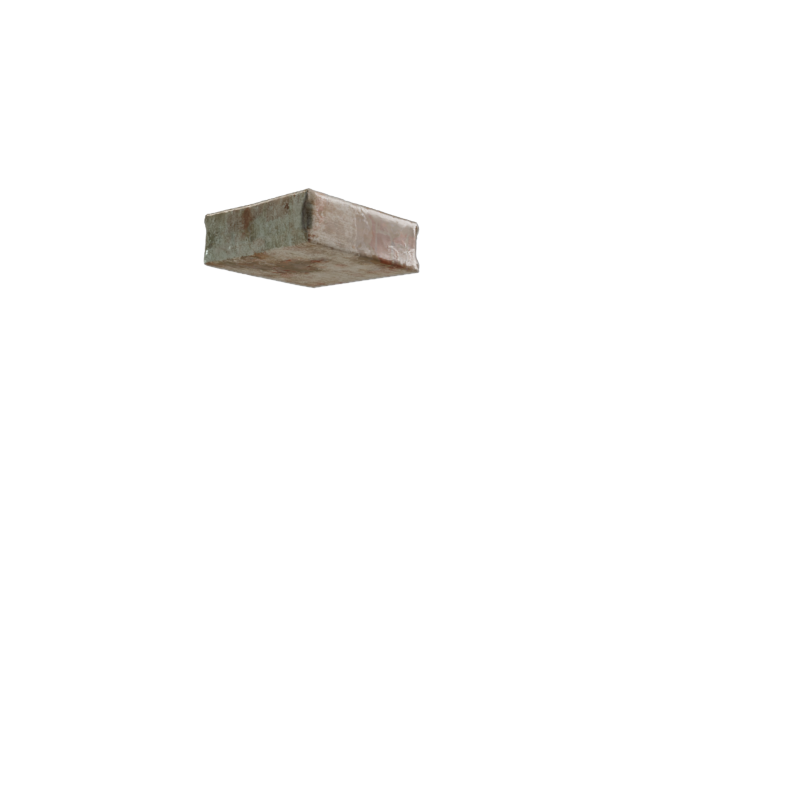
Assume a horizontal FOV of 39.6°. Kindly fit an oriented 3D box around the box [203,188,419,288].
[{"bbox_3d":[-0.045,-0.081,0.570,0.075,0.031,0.085,-5,-8,40],"label":"box"}]
